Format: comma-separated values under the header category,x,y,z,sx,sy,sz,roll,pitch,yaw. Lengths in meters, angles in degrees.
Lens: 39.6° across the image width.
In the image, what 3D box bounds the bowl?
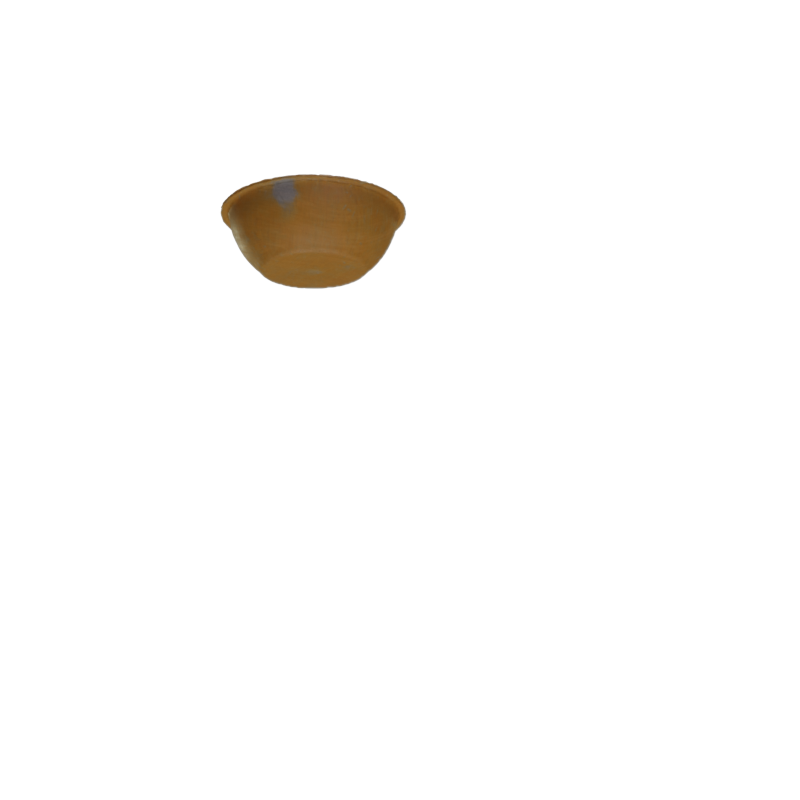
category,x,y,z,sx,sy,sz,roll,pitch,yaw
bowl,-0.075,-0.136,0.956,0.162,0.057,0.155,0,-16,-2
